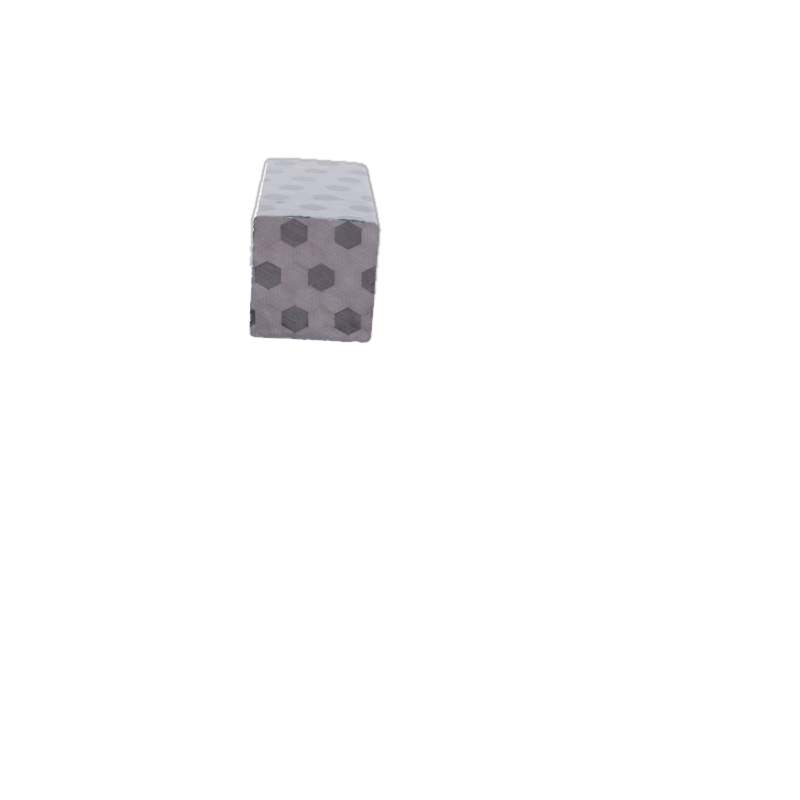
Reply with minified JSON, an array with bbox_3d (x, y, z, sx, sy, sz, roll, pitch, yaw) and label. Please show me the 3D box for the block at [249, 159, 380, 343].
[{"bbox_3d":[-0.068,-0.125,0.874,0.090,0.087,0.216,3,21,-5],"label":"block"}]
